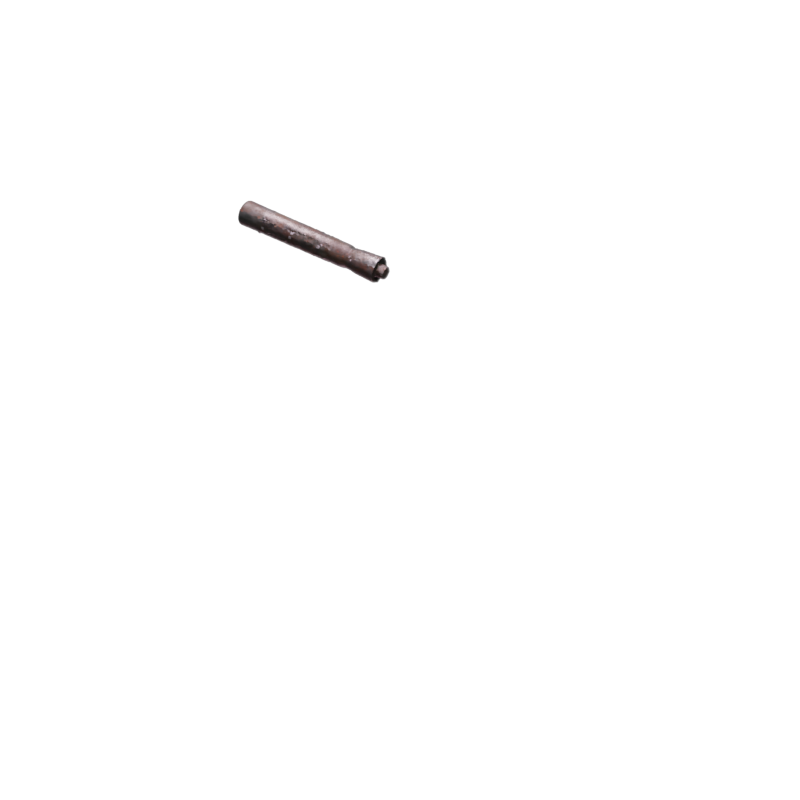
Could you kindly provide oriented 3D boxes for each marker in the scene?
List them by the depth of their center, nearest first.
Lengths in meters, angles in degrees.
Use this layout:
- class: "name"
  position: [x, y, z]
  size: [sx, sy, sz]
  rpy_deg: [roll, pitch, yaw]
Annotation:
- class: "marker"
  position: [-0.060, -0.110, 0.772]
  size: [0.127, 0.019, 0.019]
  rpy_deg: [26, 15, 27]
